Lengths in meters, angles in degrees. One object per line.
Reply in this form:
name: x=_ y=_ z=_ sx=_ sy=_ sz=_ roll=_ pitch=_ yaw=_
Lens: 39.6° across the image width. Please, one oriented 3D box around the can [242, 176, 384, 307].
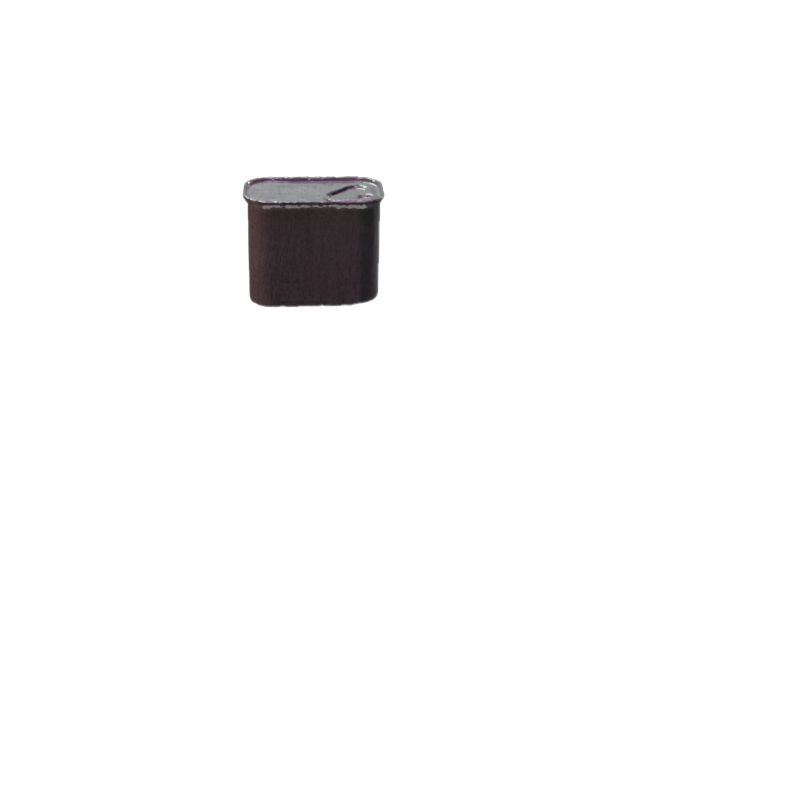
can: x=-0.064 y=-0.117 z=0.819 sx=0.101 sy=0.080 sz=0.061 roll=-1 pitch=24 yaw=-3
